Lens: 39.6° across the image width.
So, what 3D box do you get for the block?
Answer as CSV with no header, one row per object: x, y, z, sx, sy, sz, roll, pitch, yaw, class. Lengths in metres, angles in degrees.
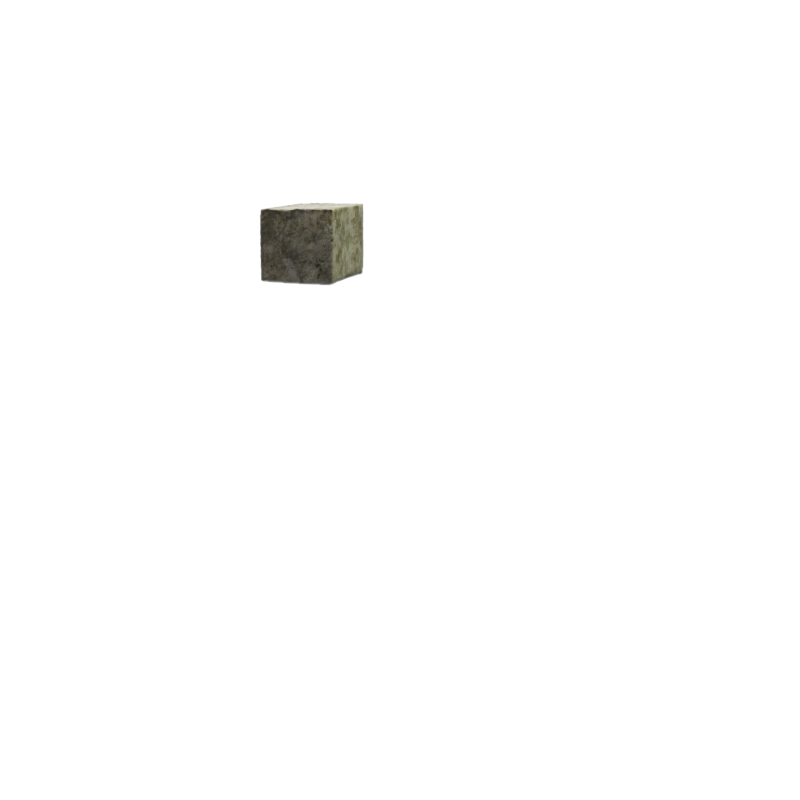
-0.061,-0.111,0.777,0.054,0.050,0.078,3,11,15,block
